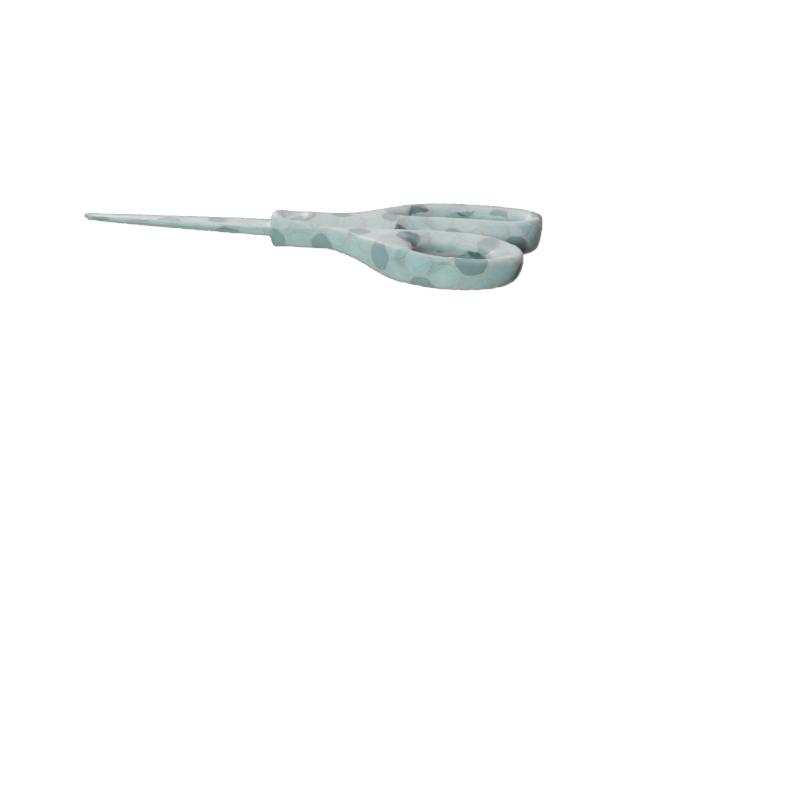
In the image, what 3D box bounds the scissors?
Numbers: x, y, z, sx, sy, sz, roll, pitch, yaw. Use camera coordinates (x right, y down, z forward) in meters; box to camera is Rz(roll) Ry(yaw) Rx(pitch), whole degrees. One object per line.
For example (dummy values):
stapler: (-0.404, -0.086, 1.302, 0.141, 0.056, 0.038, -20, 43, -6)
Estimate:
scissors: (-0.036, -0.067, 0.466, 0.201, 0.015, 0.101, -2, 24, -4)
